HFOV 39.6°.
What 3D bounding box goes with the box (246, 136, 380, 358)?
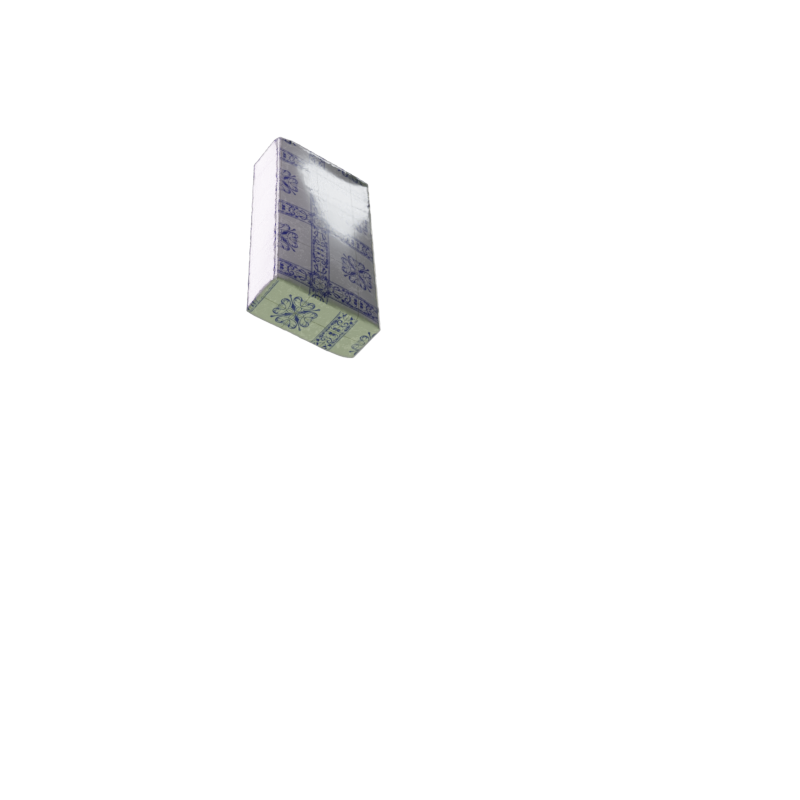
[{"bbox_3d":[-0.066,-0.121,0.845,0.089,0.189,0.047,25,-51,-26],"label":"box"}]
